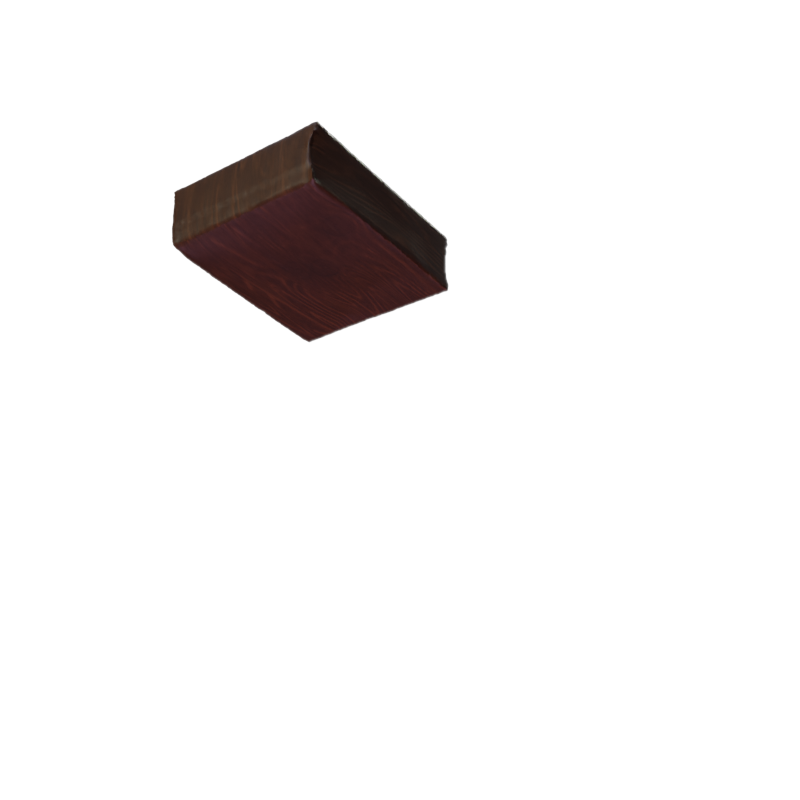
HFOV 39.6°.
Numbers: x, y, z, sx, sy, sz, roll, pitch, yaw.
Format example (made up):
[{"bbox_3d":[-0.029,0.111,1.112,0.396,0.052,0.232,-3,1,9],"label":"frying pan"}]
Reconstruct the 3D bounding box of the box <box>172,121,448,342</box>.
[{"bbox_3d":[-0.043,-0.078,0.545,0.090,0.041,0.105,-20,-35,30],"label":"box"}]
